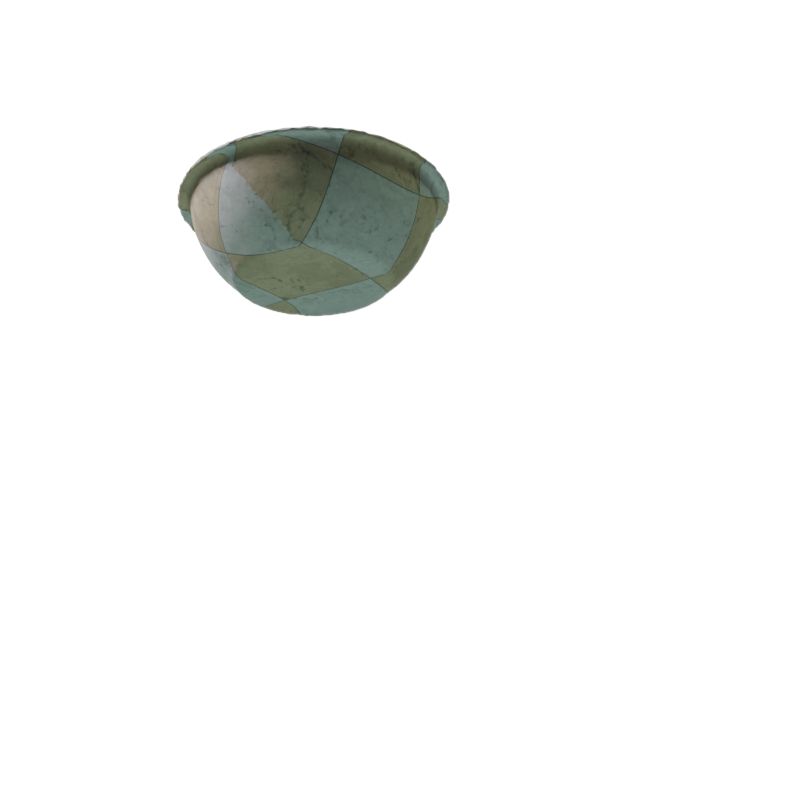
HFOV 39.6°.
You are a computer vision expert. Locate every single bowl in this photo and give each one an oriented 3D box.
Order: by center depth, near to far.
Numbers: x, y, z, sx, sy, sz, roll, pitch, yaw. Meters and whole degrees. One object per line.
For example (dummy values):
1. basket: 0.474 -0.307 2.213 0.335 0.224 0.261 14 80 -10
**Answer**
1. bowl: -0.051 -0.093 0.650 0.162 0.058 0.153 1 -23 -2
